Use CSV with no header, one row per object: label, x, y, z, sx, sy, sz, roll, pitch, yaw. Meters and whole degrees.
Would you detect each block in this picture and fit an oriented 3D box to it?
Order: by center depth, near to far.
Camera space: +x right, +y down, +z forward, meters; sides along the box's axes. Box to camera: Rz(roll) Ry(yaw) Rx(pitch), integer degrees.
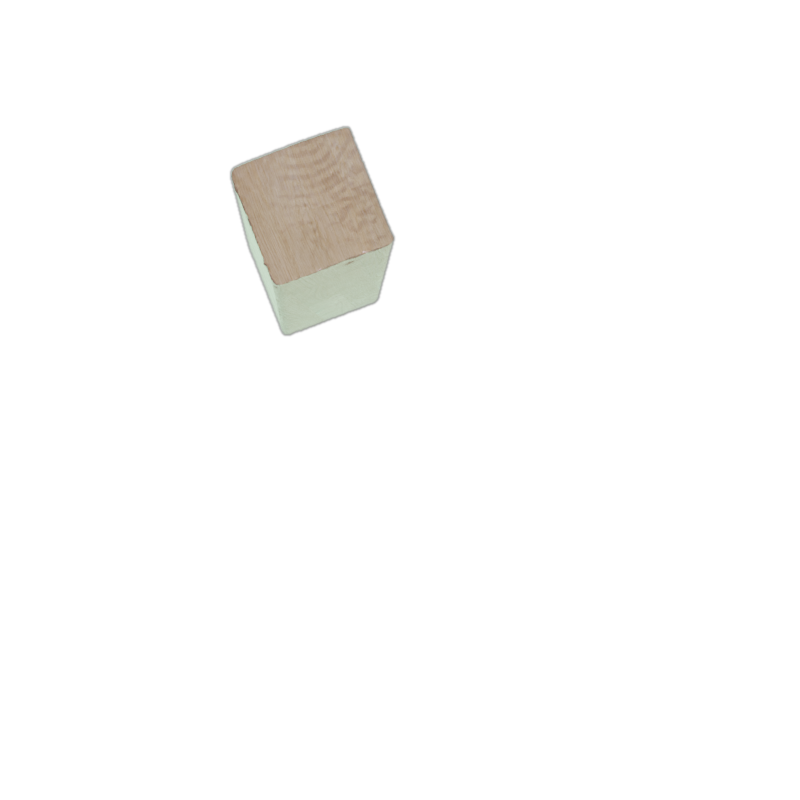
block,-0.067,-0.121,0.847,0.090,0.093,0.201,-21,-6,-6
